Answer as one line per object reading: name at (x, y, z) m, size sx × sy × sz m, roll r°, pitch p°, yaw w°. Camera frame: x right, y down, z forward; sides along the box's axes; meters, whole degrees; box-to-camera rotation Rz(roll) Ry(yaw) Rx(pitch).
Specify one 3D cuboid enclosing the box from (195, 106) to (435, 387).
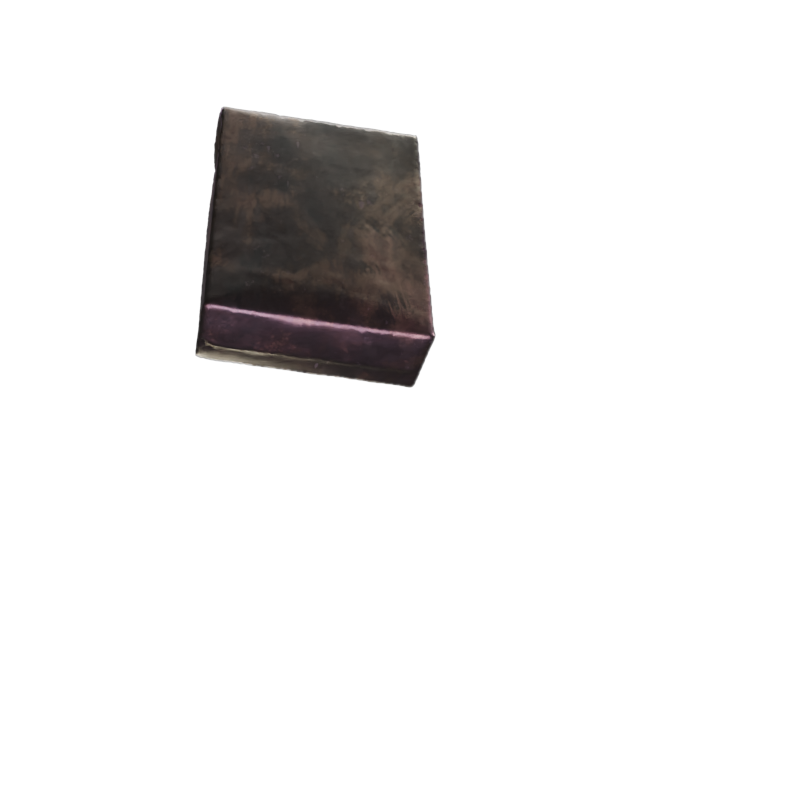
box at (-0.066, -0.121, 0.845) m, size 0.162 × 0.230 × 0.068 m, roll 6°, pitch -42°, yaw -10°
